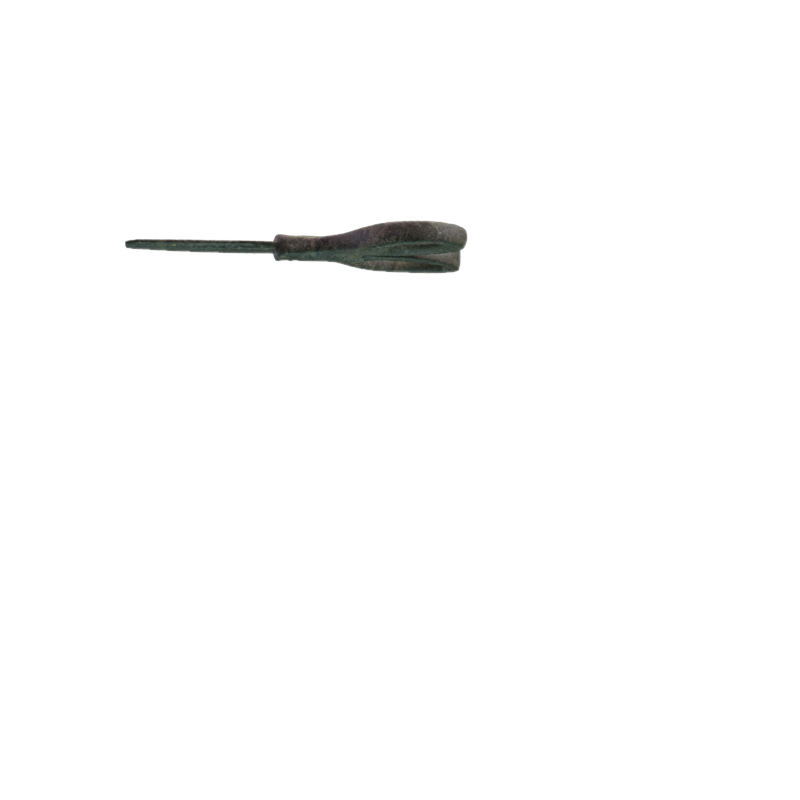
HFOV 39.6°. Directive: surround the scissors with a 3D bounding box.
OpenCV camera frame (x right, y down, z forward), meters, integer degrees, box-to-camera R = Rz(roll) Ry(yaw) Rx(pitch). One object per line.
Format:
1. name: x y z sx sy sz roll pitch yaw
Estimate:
1. scissors: -0.050 -0.091 0.641 0.196 0.016 0.096 2 -7 -21
